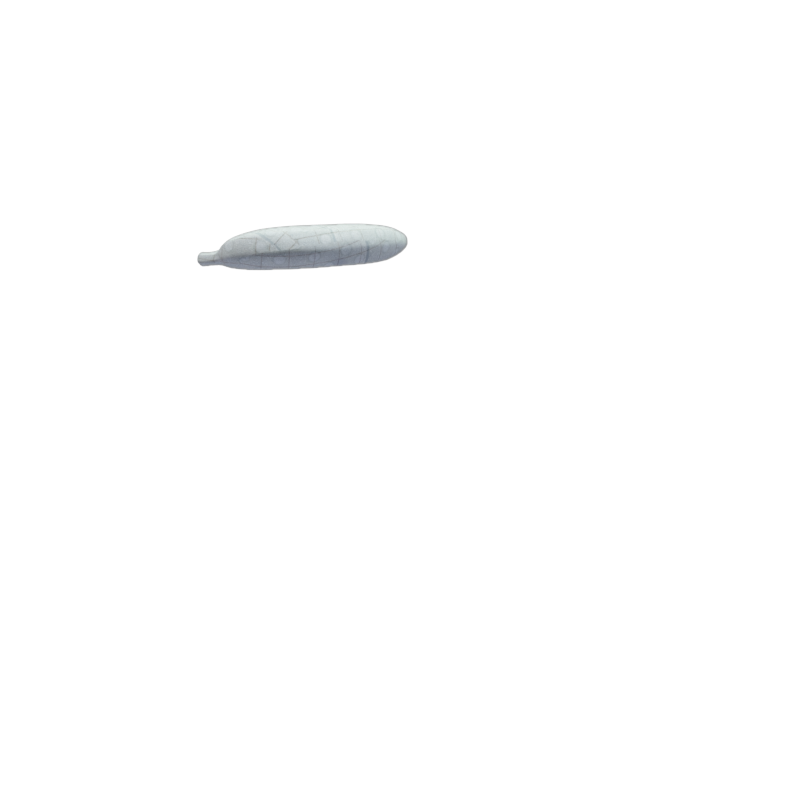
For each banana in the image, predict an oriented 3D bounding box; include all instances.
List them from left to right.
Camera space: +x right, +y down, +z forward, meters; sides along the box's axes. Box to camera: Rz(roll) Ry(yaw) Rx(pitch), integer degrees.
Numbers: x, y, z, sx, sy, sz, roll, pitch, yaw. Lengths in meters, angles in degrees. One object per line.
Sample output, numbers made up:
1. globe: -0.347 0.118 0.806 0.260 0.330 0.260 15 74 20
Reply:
1. banana: -0.072 -0.135 0.959 0.193 0.036 0.073 -6 14 -22
